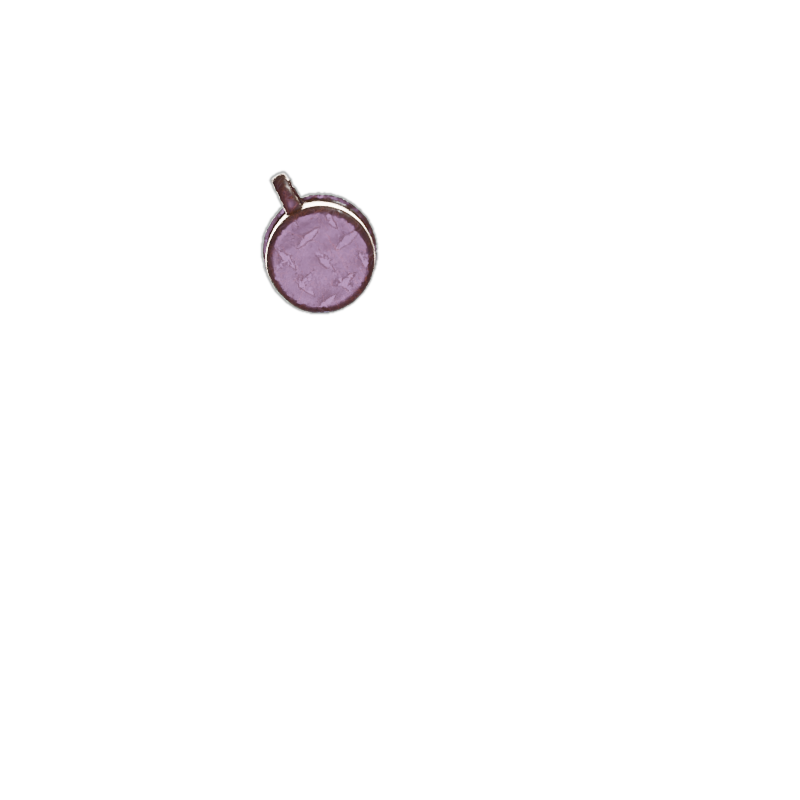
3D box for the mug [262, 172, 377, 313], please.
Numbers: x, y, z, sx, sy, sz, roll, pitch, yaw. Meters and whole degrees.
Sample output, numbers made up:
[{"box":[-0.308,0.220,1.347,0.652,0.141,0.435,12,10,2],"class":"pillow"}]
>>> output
[{"box":[-0.067,-0.122,0.854,0.093,0.115,0.083,-25,7,2],"class":"mug"}]
